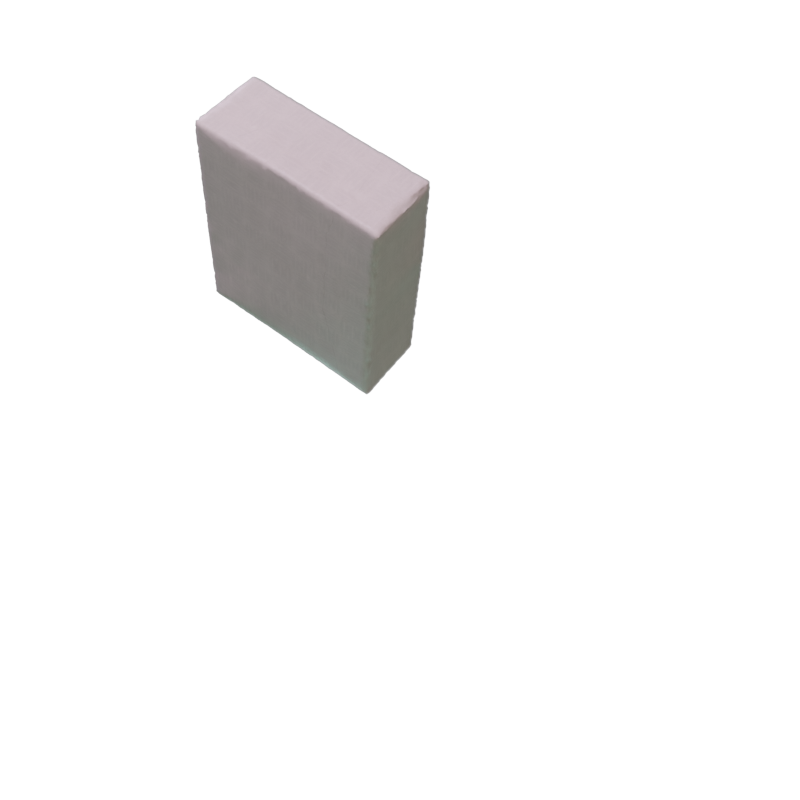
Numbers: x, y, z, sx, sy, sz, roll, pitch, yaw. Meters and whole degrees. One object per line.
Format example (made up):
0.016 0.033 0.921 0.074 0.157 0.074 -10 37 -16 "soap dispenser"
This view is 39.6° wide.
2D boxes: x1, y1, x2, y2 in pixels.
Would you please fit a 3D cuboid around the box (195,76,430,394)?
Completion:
-0.066 -0.120 0.843 0.172 0.073 0.200 35 -28 19 "box"
